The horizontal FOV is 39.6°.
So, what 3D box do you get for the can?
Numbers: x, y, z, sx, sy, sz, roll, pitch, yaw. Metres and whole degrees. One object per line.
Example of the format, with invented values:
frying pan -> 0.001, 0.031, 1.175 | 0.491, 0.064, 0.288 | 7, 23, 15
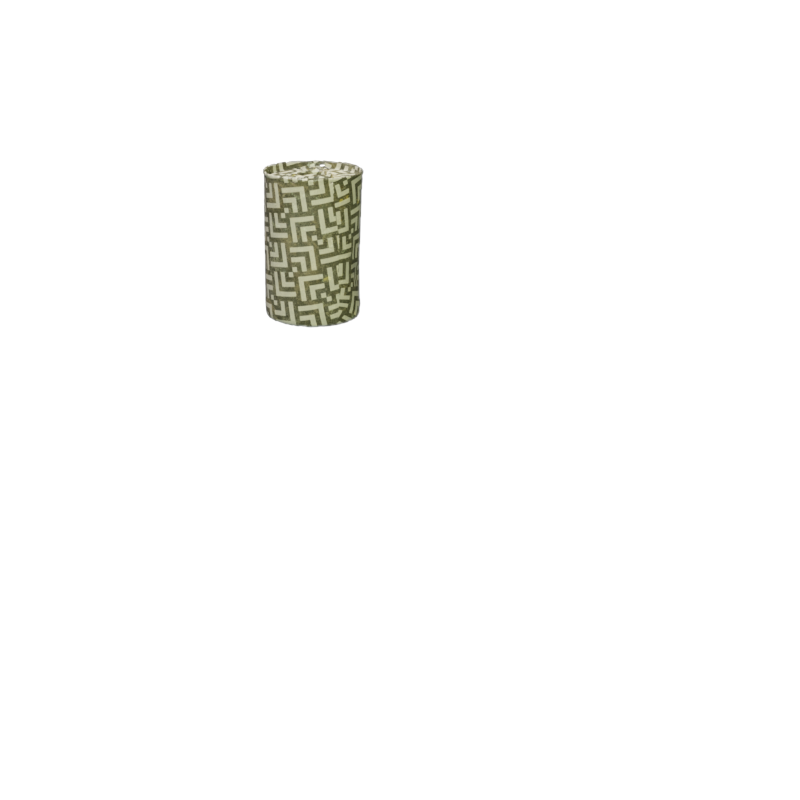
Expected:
can -> -0.060, -0.109, 0.761 | 0.068, 0.098, 0.071 | 0, 18, -2
